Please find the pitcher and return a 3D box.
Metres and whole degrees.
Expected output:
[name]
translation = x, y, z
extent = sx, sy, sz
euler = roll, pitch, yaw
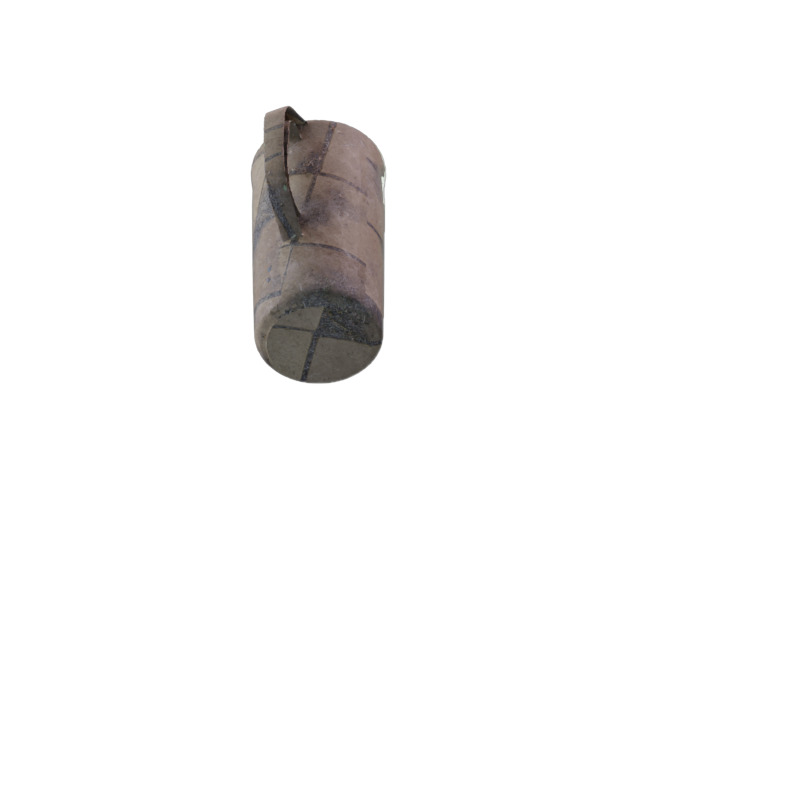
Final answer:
[pitcher]
translation = -0.078, -0.143, 0.998
extent = 0.144, 0.261, 0.139
euler = 17, -50, -19
